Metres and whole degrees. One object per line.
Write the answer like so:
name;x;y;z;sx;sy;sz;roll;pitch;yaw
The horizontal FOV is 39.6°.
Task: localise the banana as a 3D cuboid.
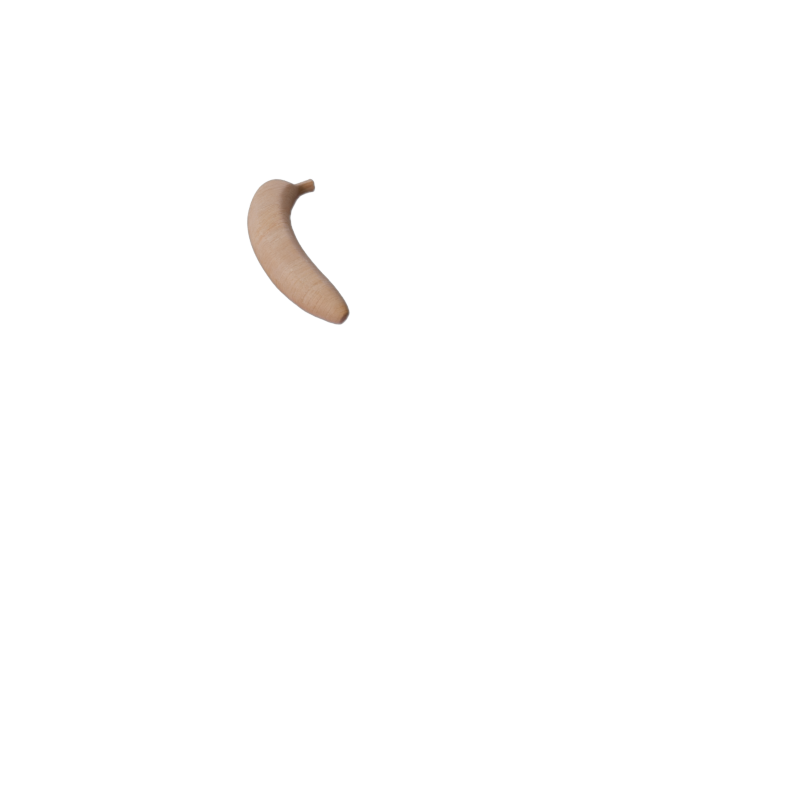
banana;-0.092;-0.134;0.936;0.069;0.034;0.214;-7;44;-8
